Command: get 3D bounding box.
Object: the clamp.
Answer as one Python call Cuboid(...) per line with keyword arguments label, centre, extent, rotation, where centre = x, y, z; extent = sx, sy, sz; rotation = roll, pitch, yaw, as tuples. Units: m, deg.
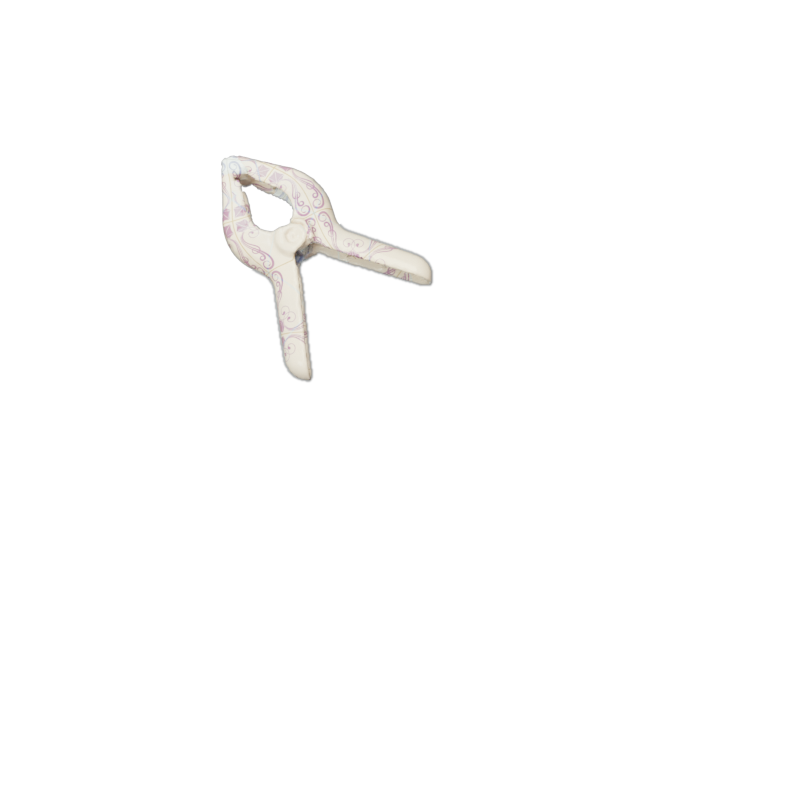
Cuboid(label="clamp", centre=(-0.061, -0.112, 0.784), extent=(0.120, 0.179, 0.037), rotation=(-28, -17, -10))
